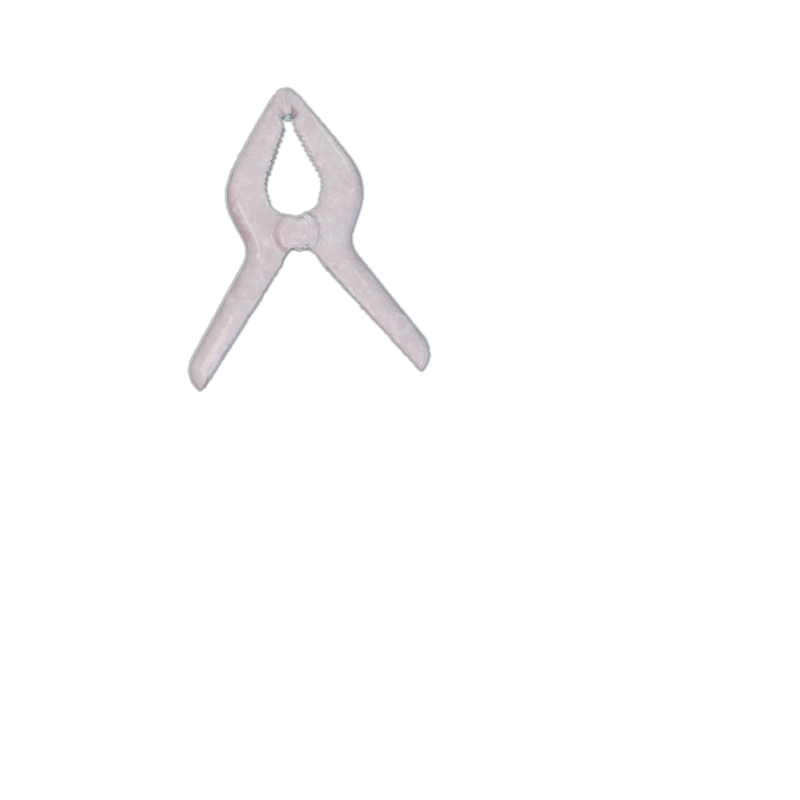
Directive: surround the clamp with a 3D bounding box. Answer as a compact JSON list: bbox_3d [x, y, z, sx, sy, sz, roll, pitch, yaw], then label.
[{"bbox_3d":[-0.060,-0.110,0.770,0.164,0.213,0.036,2,-5,0],"label":"clamp"}]
